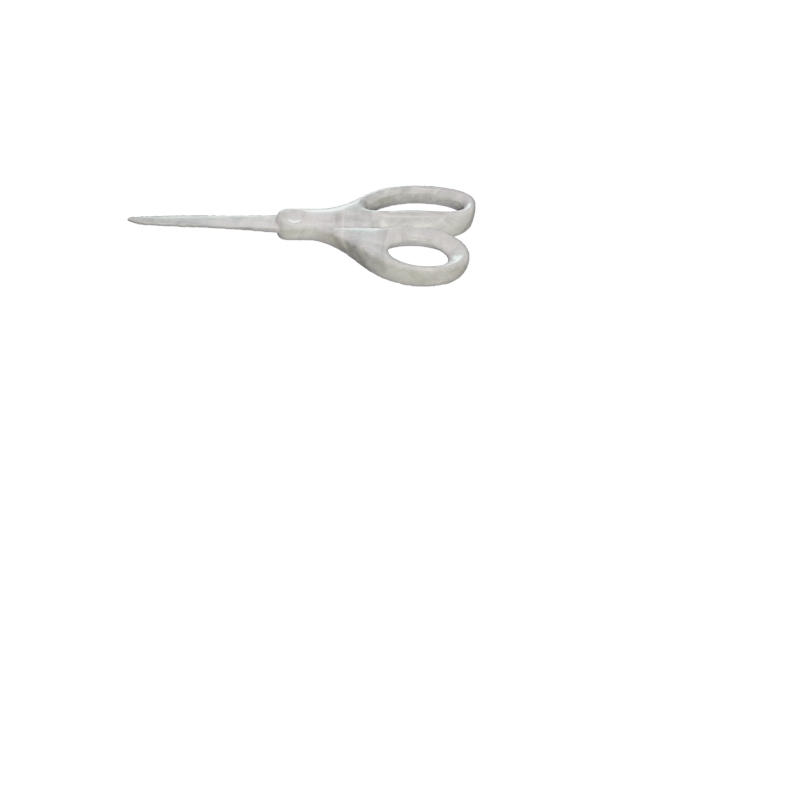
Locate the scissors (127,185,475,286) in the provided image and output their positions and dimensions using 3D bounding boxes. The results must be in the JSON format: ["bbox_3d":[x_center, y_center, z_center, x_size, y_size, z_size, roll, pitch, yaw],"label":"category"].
[{"bbox_3d":[-0.049,-0.090,0.629,0.199,0.015,0.104,-9,40,-11],"label":"scissors"}]
